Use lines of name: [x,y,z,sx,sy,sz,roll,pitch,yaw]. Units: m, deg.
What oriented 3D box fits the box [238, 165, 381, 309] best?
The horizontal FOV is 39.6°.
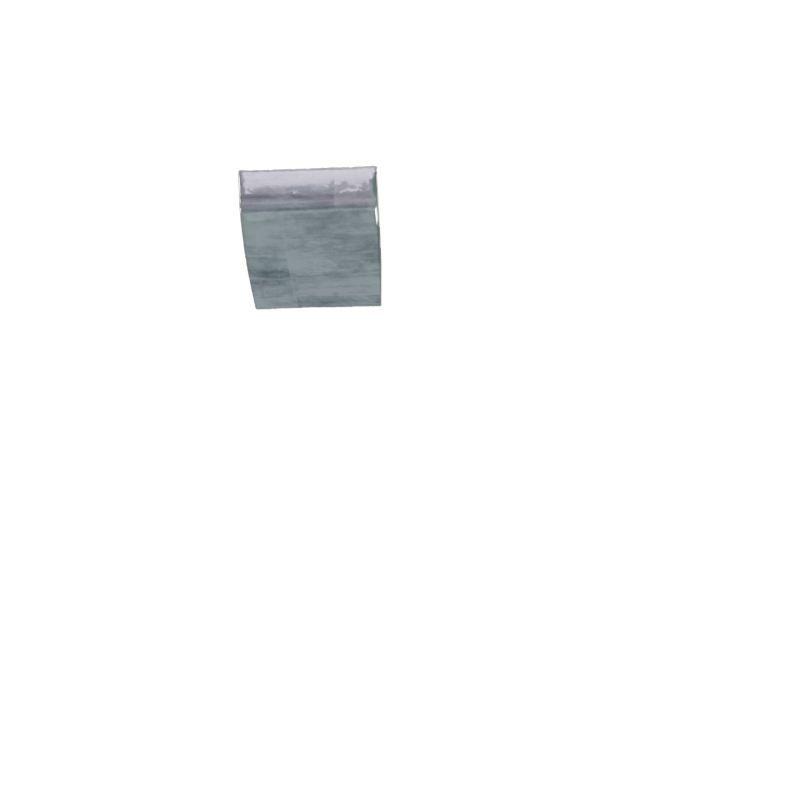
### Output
box: [-0.058,-0.105,0.736,0.090,0.042,0.106,-1,-31,1]
